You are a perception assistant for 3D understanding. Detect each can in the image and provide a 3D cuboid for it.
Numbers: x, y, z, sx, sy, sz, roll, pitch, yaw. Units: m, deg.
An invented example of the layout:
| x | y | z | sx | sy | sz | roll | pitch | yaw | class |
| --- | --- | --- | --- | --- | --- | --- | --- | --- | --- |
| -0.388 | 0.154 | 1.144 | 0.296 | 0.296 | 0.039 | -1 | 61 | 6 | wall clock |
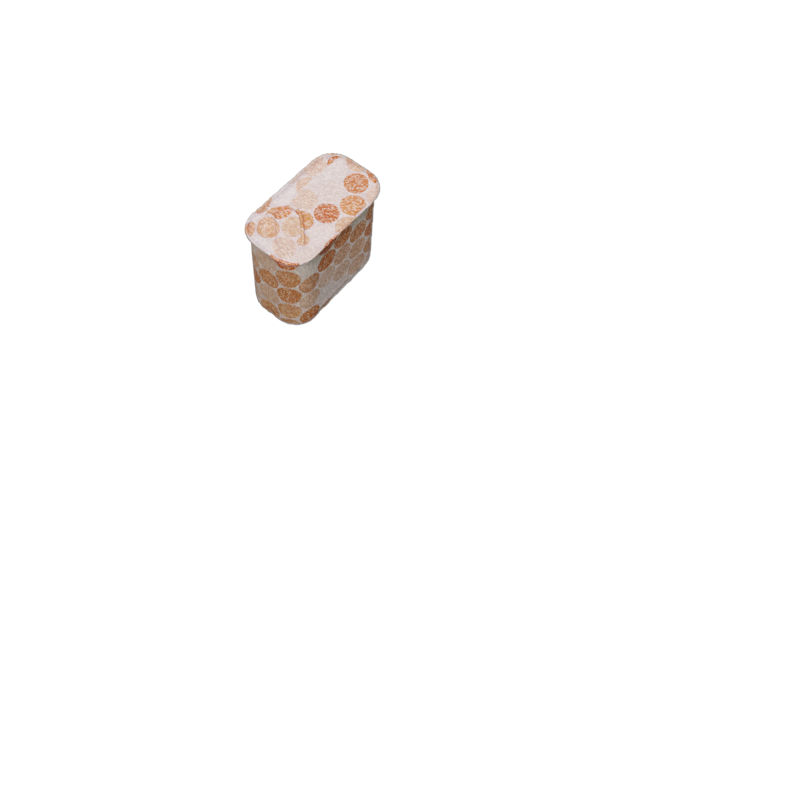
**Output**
| x | y | z | sx | sy | sz | roll | pitch | yaw | class |
| --- | --- | --- | --- | --- | --- | --- | --- | --- | --- |
| -0.063 | -0.115 | 0.804 | 0.060 | 0.104 | 0.078 | 35 | -27 | 18 | can |
